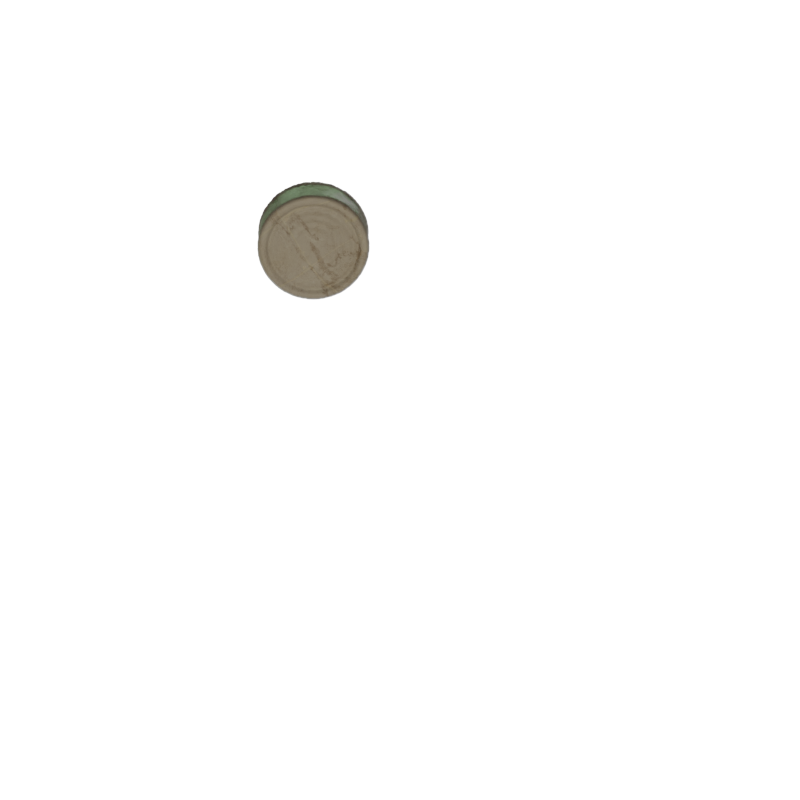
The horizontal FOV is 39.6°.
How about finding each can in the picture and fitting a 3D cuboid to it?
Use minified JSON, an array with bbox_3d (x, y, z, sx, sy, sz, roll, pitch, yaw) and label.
[{"bbox_3d":[-0.066,-0.121,0.846,0.086,0.082,0.035,1,24,-1],"label":"can"}]
